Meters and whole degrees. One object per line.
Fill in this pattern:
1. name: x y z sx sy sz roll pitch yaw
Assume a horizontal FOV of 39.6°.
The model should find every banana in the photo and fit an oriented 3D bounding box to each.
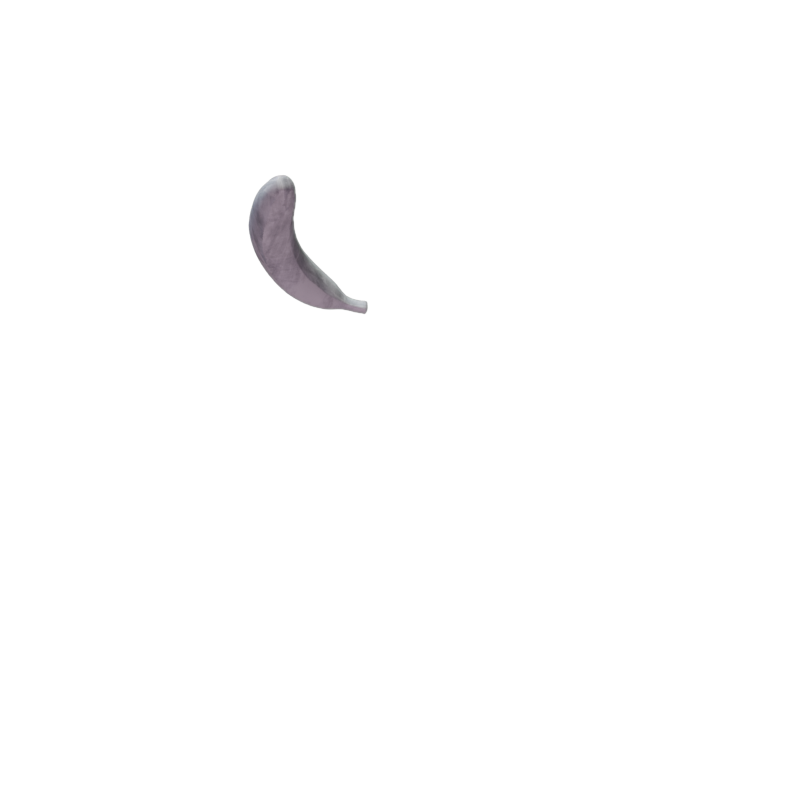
1. banana: -0.089 -0.128 0.936 0.070 0.039 0.183 -10 -30 16
